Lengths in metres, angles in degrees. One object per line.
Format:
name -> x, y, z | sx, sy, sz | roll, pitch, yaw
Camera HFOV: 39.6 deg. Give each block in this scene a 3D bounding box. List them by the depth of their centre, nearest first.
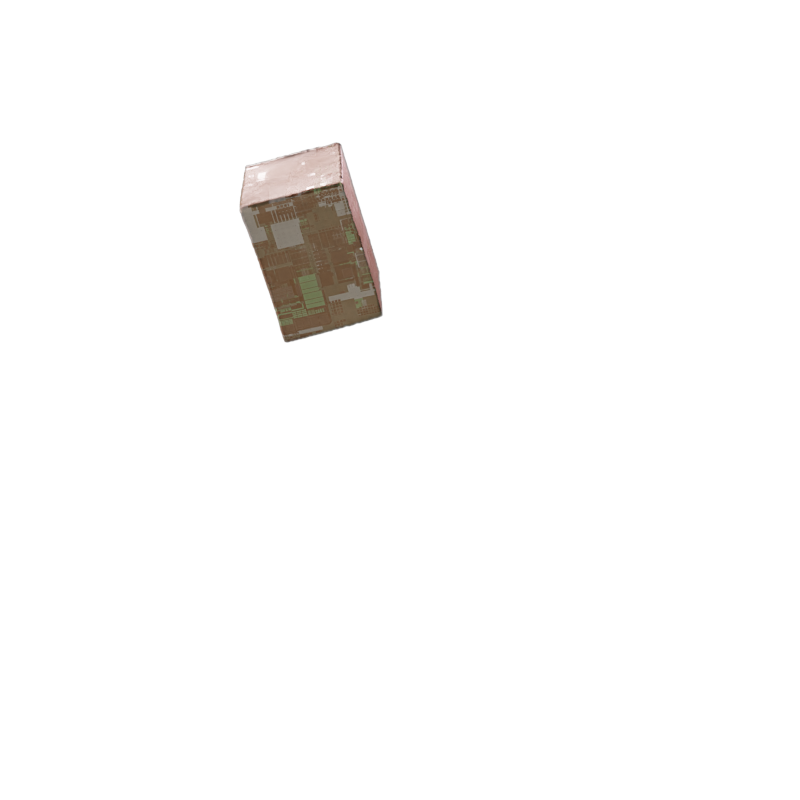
block -> -0.043, -0.079, 0.553 | 0.053, 0.073, 0.054 | -13, 29, 5
